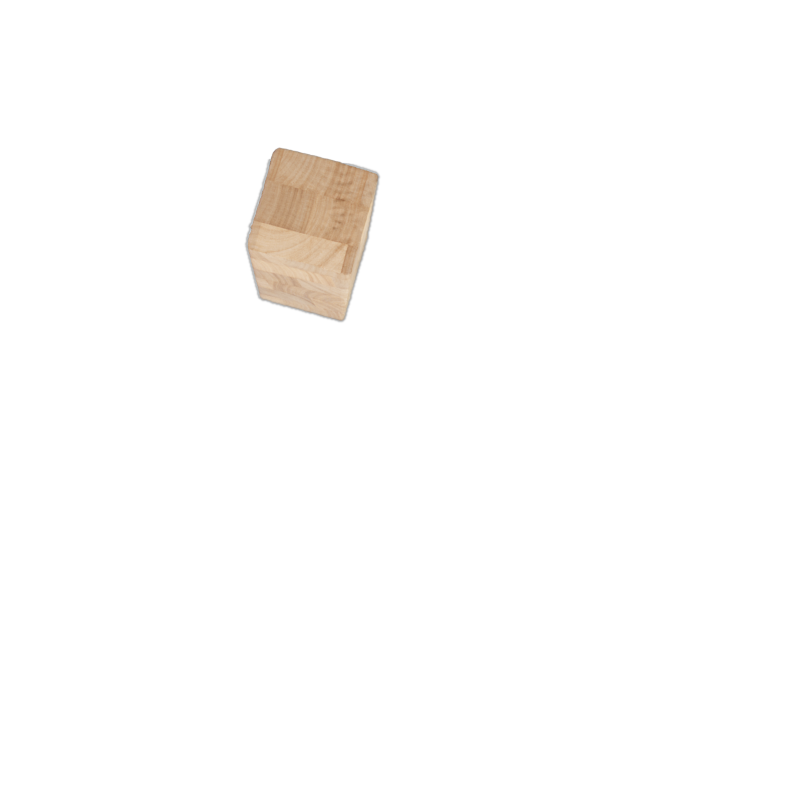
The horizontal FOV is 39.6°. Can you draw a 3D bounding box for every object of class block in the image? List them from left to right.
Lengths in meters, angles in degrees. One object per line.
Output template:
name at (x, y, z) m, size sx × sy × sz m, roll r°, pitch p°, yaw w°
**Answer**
block at (-0.078, -0.141, 0.984) m, size 0.090 × 0.093 × 0.201 m, roll 15°, pitch -8°, yaw -2°
